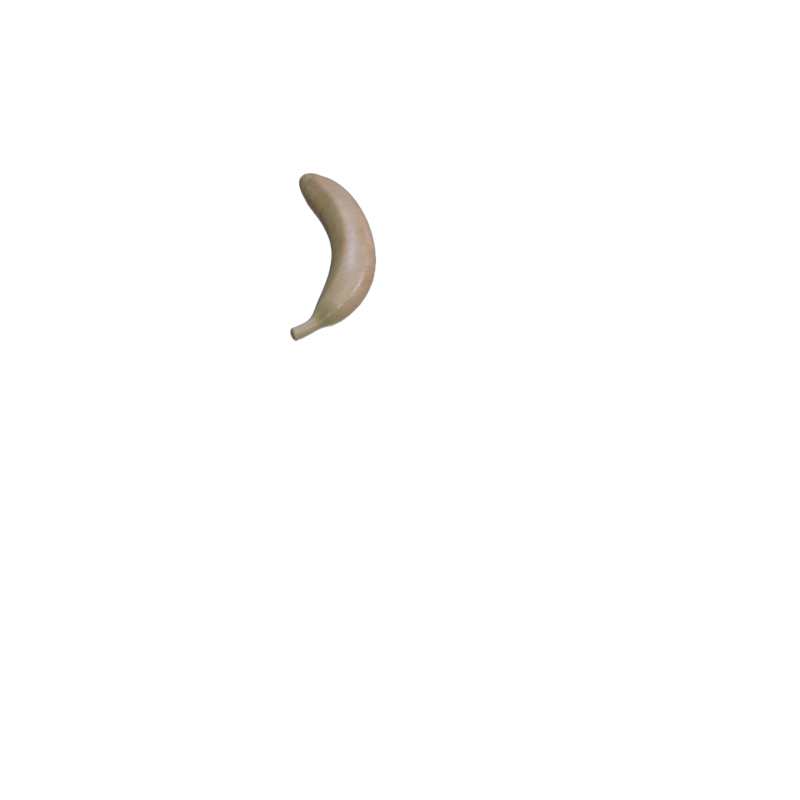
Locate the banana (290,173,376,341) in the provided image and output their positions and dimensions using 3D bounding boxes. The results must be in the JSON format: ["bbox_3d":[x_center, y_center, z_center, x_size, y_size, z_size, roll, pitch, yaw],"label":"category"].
[{"bbox_3d":[-0.056,-0.132,0.944,0.069,0.212,0.034,0,-44,-1],"label":"banana"}]
